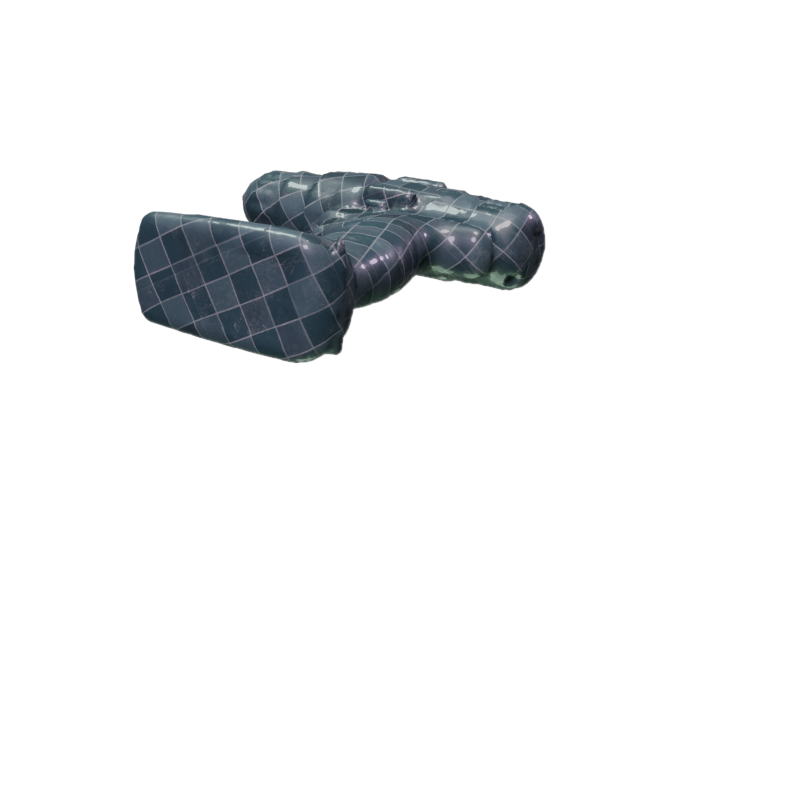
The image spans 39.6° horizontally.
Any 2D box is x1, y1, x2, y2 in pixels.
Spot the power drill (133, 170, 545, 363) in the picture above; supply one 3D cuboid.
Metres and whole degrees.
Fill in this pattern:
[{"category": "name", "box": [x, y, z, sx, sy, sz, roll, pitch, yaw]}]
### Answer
[{"category": "power drill", "box": [-0.044, -0.080, 0.557, 0.193, 0.055, 0.186, 12, 24, 30]}]
